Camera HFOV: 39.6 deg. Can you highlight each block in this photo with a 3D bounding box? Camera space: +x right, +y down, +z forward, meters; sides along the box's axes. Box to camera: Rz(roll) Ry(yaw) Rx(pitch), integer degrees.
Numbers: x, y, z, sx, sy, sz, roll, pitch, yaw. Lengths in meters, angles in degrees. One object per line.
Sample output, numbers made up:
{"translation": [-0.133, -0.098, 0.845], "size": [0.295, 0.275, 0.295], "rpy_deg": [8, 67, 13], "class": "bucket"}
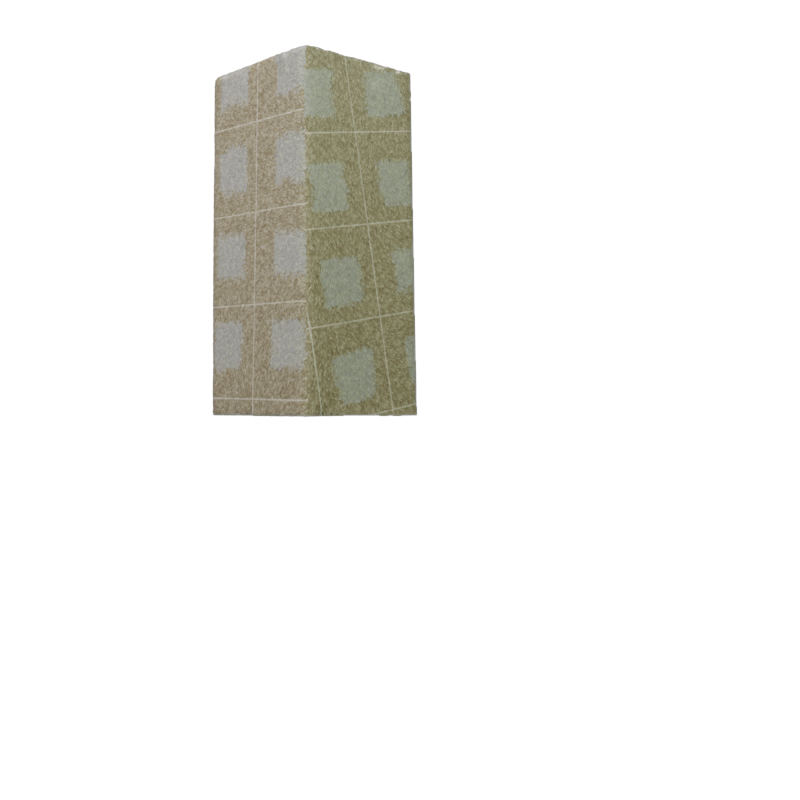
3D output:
{"translation": [-0.053, -0.095, 0.666], "size": [0.086, 0.210, 0.093], "rpy_deg": [6, -9, -43], "class": "block"}
